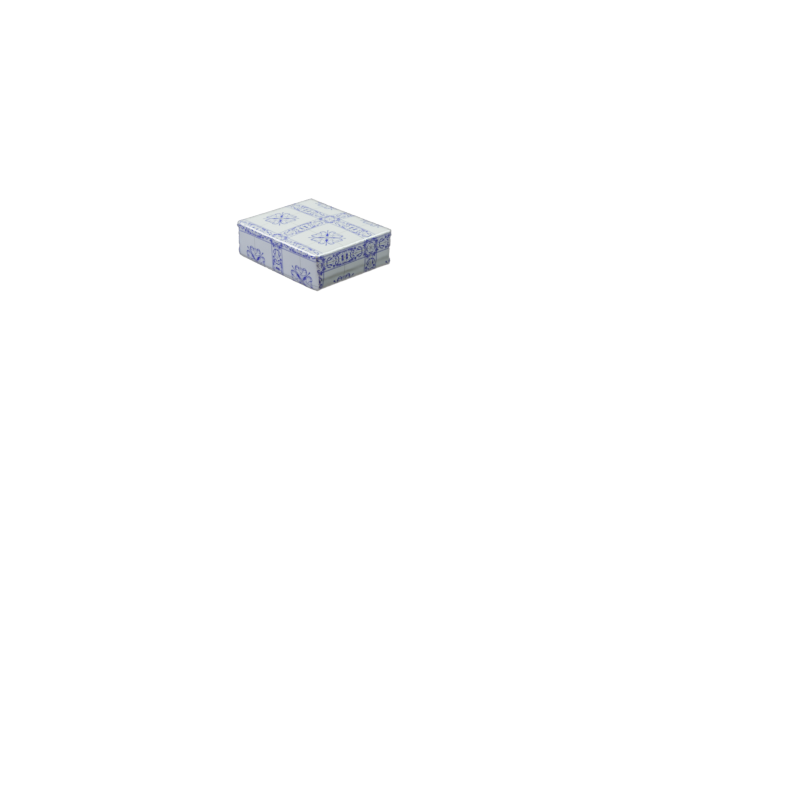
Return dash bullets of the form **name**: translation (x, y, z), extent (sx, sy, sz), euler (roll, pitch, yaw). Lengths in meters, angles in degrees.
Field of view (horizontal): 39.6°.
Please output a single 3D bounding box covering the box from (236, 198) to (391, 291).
- **box**: translation (-0.078, -0.142, 0.995), extent (0.089, 0.037, 0.121), euler (-25, 39, -36)
